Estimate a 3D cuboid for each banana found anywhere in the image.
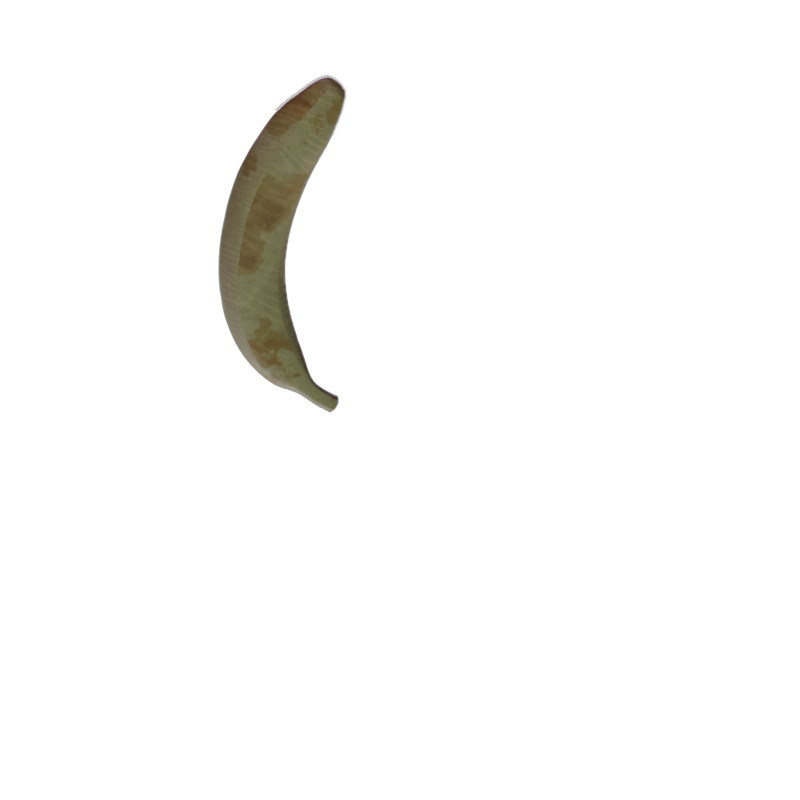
[{"bbox_3d":[-0.067,-0.085,0.617,0.069,0.187,0.039,1,26,-2],"label":"banana"}]
